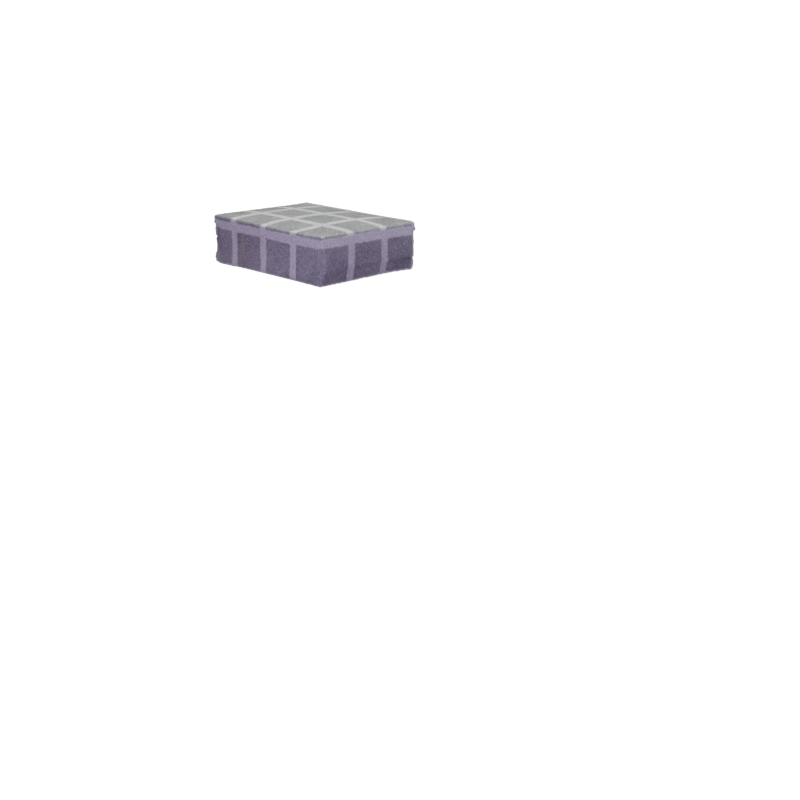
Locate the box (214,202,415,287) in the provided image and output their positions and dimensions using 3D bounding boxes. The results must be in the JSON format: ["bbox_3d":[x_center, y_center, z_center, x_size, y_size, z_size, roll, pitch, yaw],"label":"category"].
[{"bbox_3d":[-0.060,-0.110,0.770,0.120,0.038,0.088,15,21,43],"label":"box"}]
